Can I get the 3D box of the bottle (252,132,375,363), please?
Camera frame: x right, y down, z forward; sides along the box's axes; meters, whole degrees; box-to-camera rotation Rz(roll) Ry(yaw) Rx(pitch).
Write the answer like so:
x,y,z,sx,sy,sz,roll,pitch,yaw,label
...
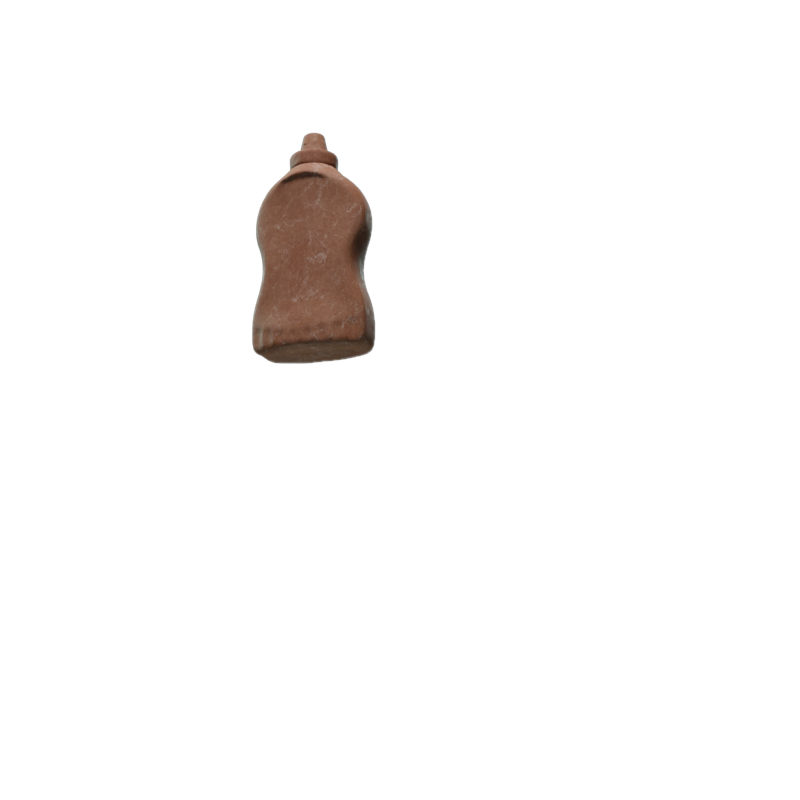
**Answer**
x,y,z,sx,sy,sz,roll,pitch,yaw,label
-0.071,-0.129,0.906,0.098,0.201,0.055,-8,-21,20,bottle
